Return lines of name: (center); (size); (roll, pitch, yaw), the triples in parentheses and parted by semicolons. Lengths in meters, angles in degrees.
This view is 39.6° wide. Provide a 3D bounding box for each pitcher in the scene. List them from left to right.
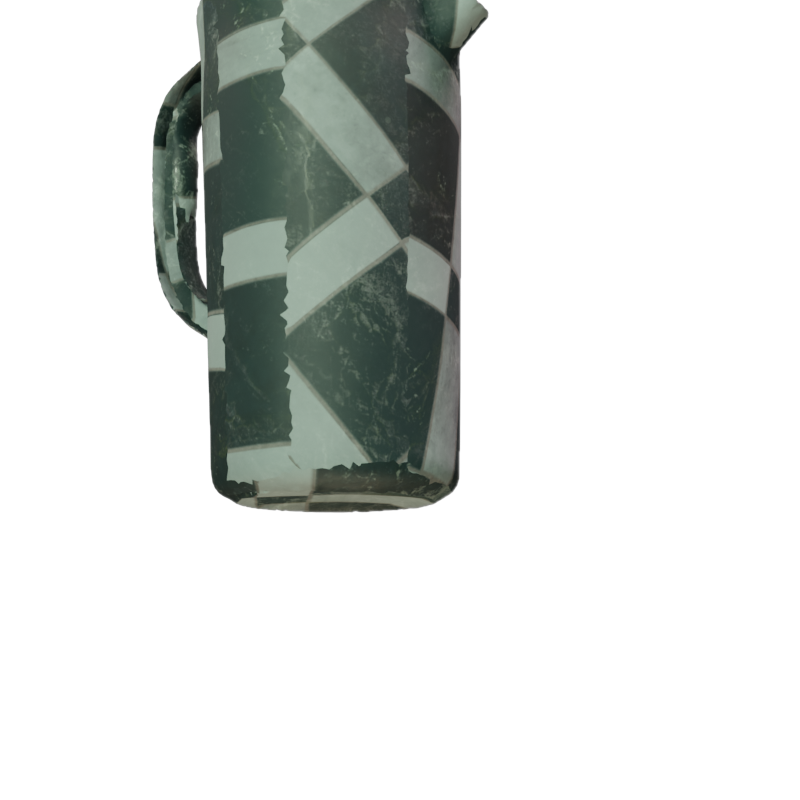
pitcher: (-0.041, -0.075, 0.524); (0.142, 0.253, 0.146); (4, -17, -15)
